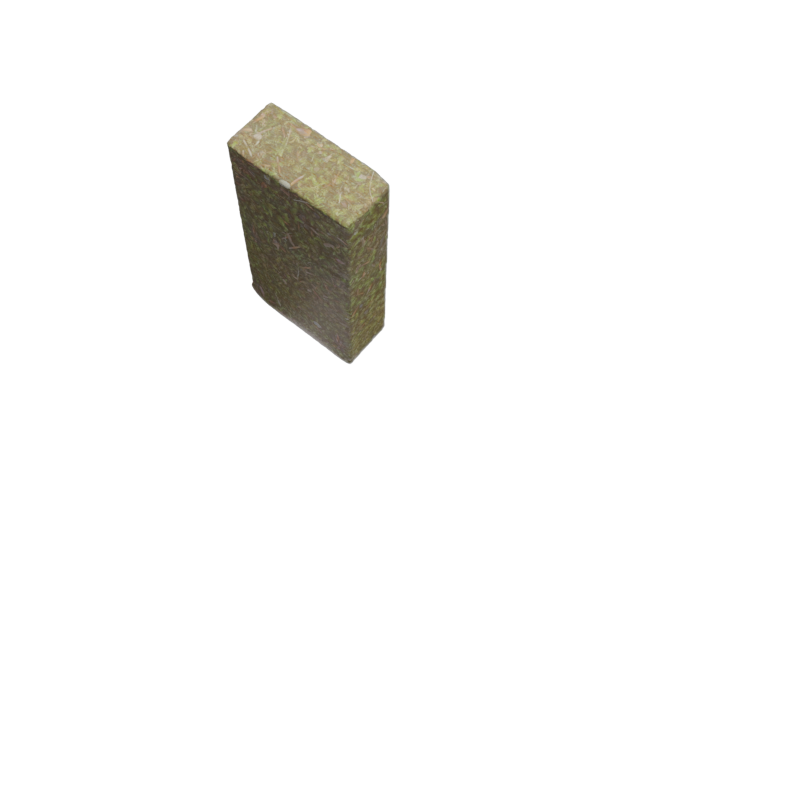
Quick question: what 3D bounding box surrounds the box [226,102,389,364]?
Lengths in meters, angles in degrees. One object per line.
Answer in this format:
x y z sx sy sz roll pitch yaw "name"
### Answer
-0.054 -0.099 0.692 0.097 0.049 0.166 38 -23 15 "box"
